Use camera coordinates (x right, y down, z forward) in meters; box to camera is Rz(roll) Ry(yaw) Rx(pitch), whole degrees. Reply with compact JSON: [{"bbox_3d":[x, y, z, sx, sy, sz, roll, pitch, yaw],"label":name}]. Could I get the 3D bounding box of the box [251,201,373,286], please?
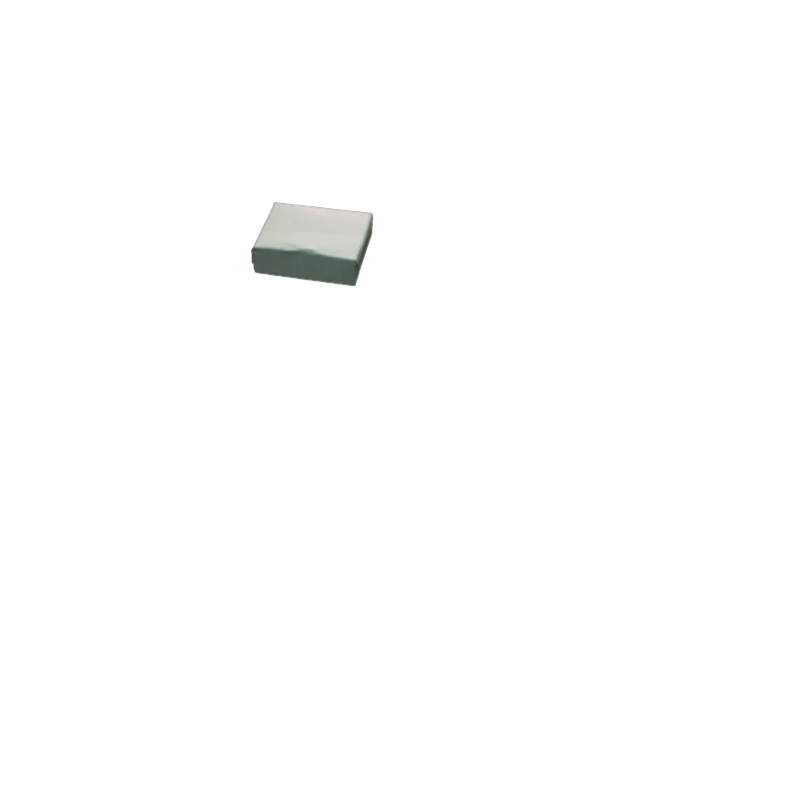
[{"bbox_3d":[-0.073,-0.133,0.929,0.091,0.028,0.077,8,40,9],"label":"box"}]
